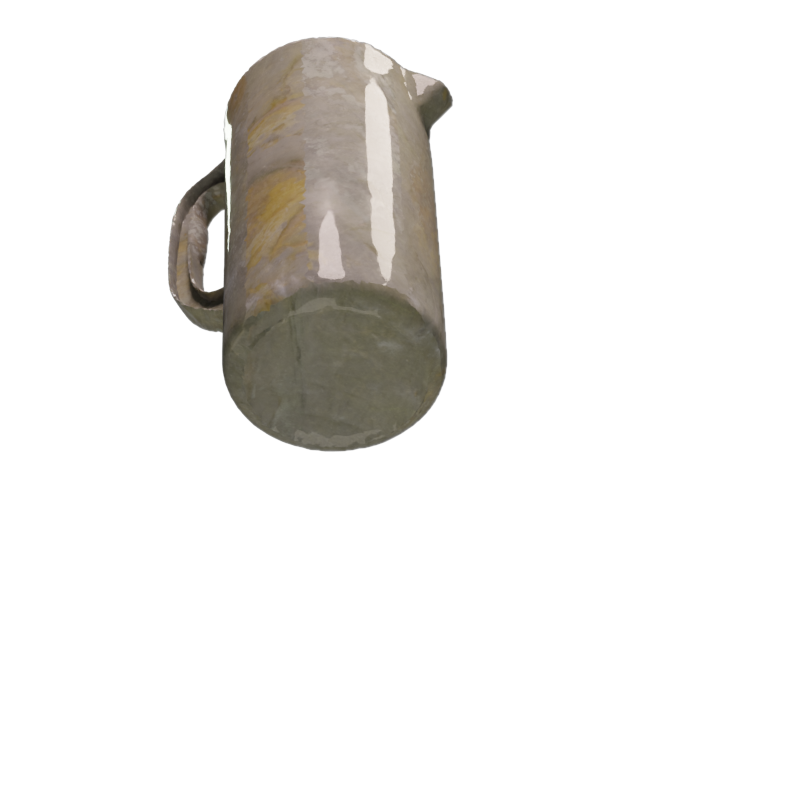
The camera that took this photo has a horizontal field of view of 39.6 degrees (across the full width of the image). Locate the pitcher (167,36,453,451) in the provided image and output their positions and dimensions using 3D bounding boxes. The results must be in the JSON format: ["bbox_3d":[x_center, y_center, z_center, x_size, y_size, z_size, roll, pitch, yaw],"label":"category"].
[{"bbox_3d":[-0.049,-0.089,0.622,0.141,0.143,0.260,15,37,-15],"label":"pitcher"}]
